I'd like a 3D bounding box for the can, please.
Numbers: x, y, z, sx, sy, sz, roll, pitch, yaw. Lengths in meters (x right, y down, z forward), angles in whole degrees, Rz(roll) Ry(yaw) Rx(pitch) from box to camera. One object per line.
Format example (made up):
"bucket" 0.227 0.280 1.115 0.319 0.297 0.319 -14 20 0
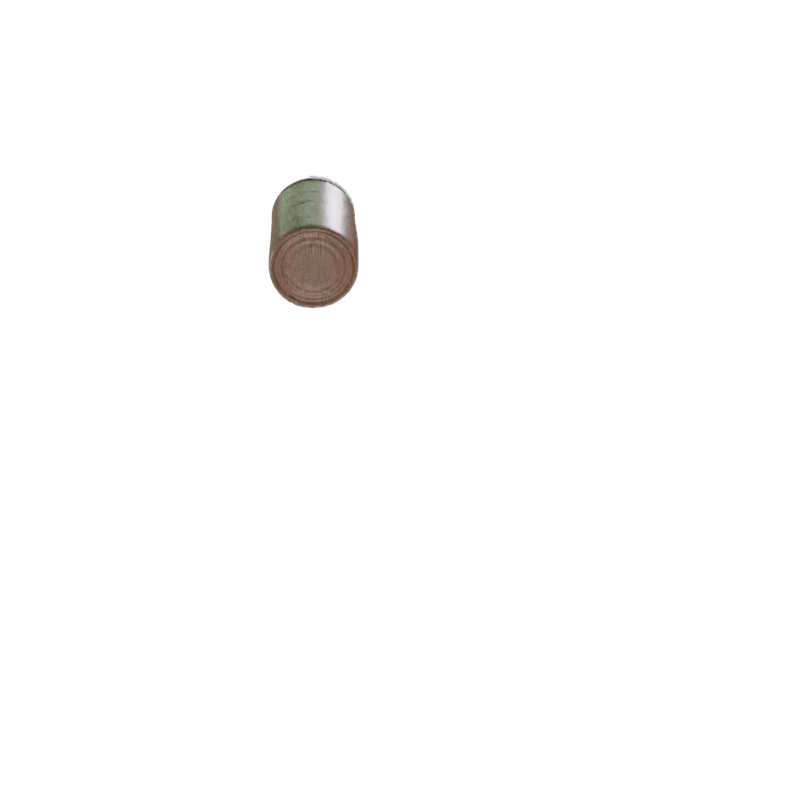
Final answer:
"can" -0.067 -0.122 0.854 0.068 0.065 0.108 0 29 -3
